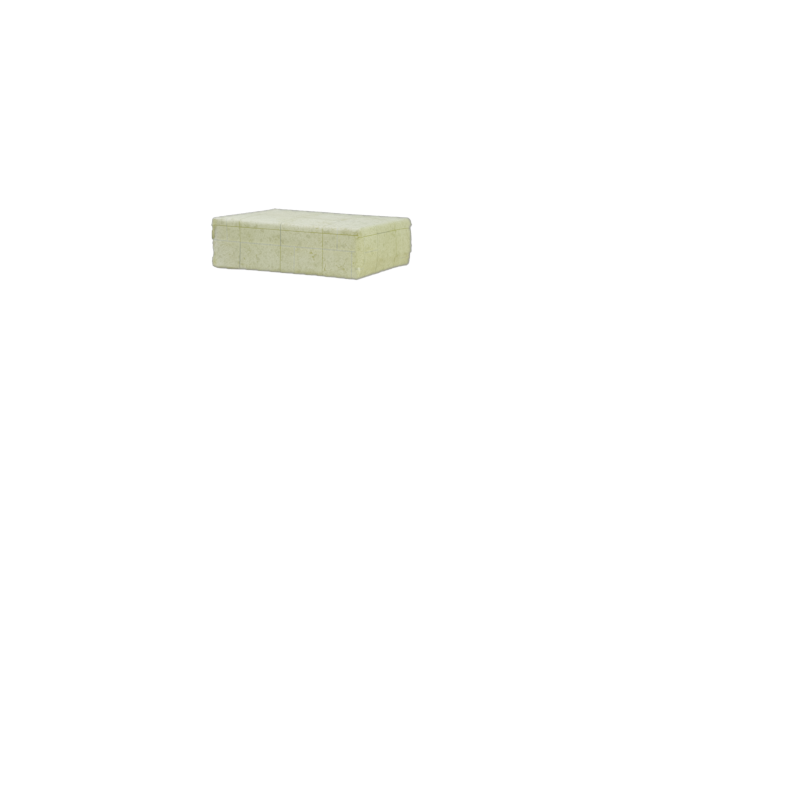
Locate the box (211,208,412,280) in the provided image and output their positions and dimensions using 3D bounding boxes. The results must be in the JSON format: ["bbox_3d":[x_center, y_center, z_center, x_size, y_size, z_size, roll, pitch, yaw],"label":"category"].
[{"bbox_3d":[-0.060,-0.109,0.763,0.117,0.038,0.089,6,13,24],"label":"box"}]
